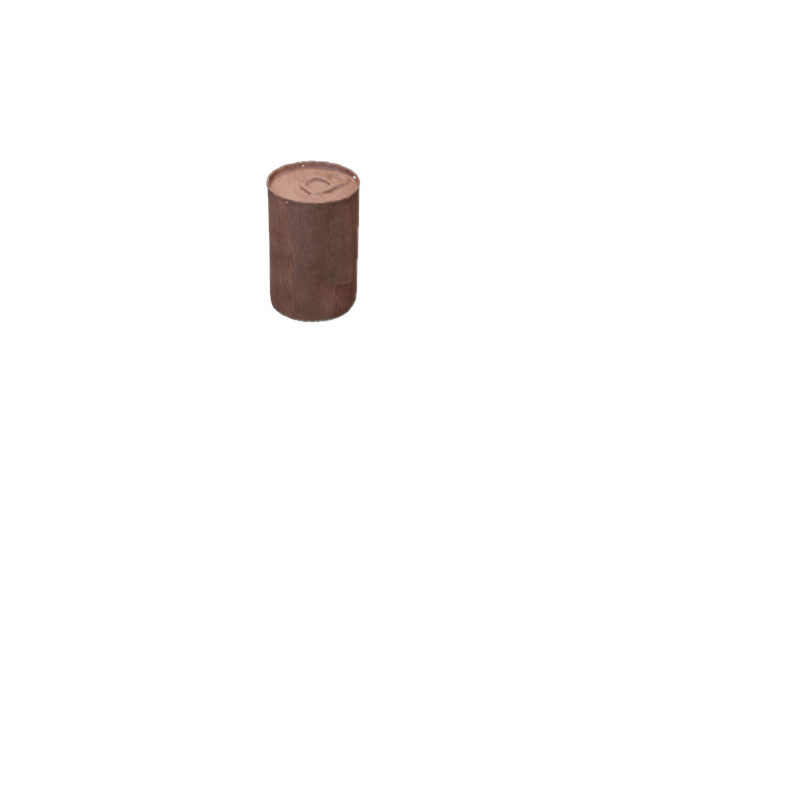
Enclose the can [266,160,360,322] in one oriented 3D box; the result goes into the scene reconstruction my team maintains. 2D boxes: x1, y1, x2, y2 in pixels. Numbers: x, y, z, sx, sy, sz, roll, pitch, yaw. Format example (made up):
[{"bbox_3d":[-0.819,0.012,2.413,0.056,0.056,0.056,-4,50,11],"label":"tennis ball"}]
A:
[{"bbox_3d":[-0.065,-0.118,0.824,0.068,0.096,0.073,0,33,-3],"label":"can"}]
